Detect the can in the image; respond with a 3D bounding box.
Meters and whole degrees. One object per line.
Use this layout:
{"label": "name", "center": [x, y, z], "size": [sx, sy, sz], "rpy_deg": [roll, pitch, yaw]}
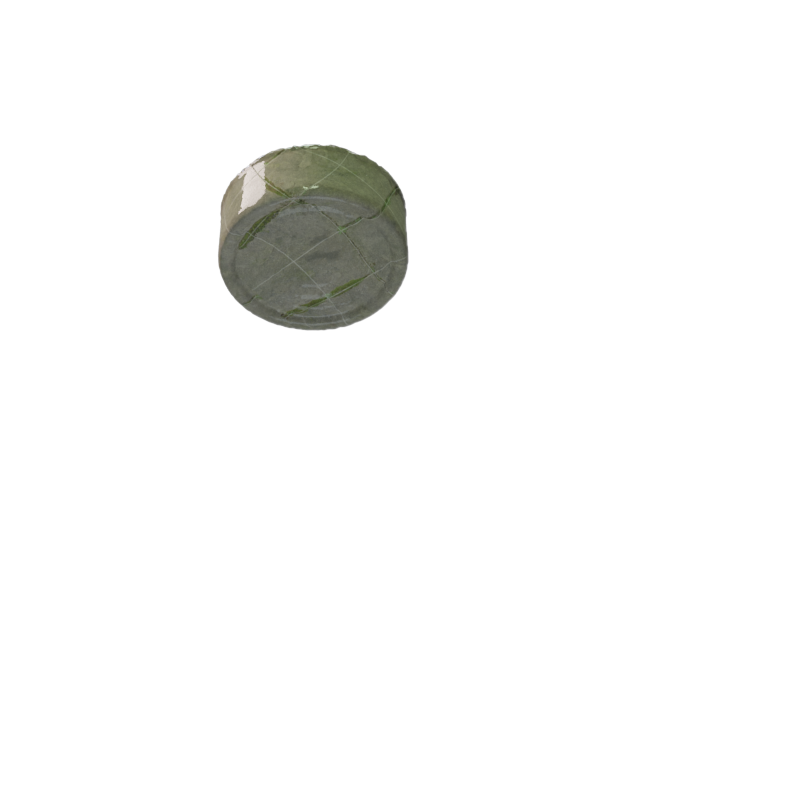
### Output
{"label": "can", "center": [-0.039, -0.071, 0.498], "size": [0.086, 0.036, 0.080], "rpy_deg": [1, -44, -1]}
